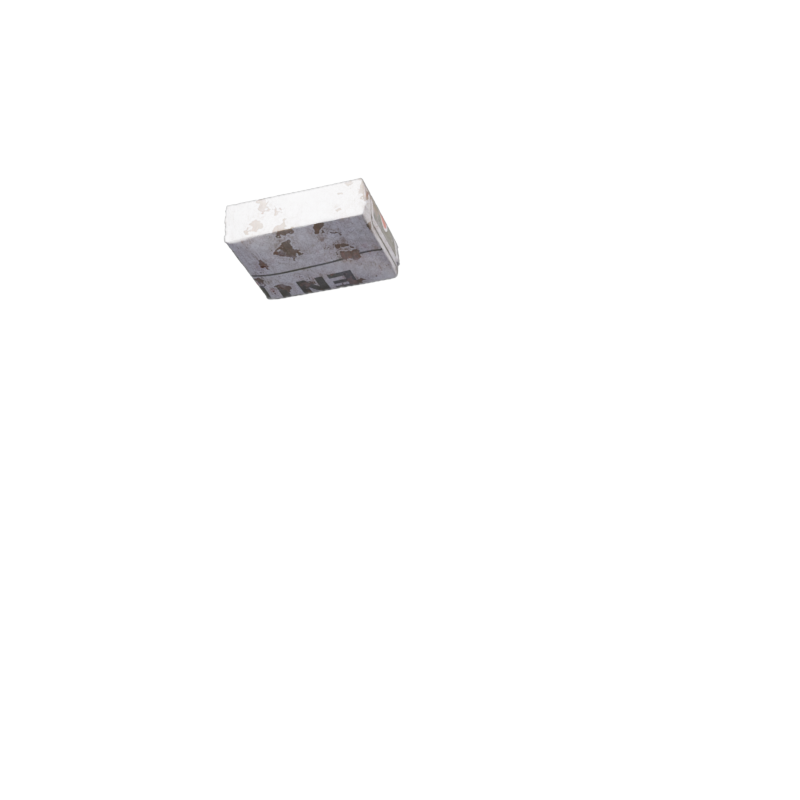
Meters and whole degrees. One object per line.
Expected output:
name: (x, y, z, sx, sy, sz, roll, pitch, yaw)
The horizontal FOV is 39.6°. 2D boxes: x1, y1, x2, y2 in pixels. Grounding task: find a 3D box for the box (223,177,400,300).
box: (-0.067, -0.121, 0.851, 0.115, 0.042, 0.083, -10, -33, 15)
